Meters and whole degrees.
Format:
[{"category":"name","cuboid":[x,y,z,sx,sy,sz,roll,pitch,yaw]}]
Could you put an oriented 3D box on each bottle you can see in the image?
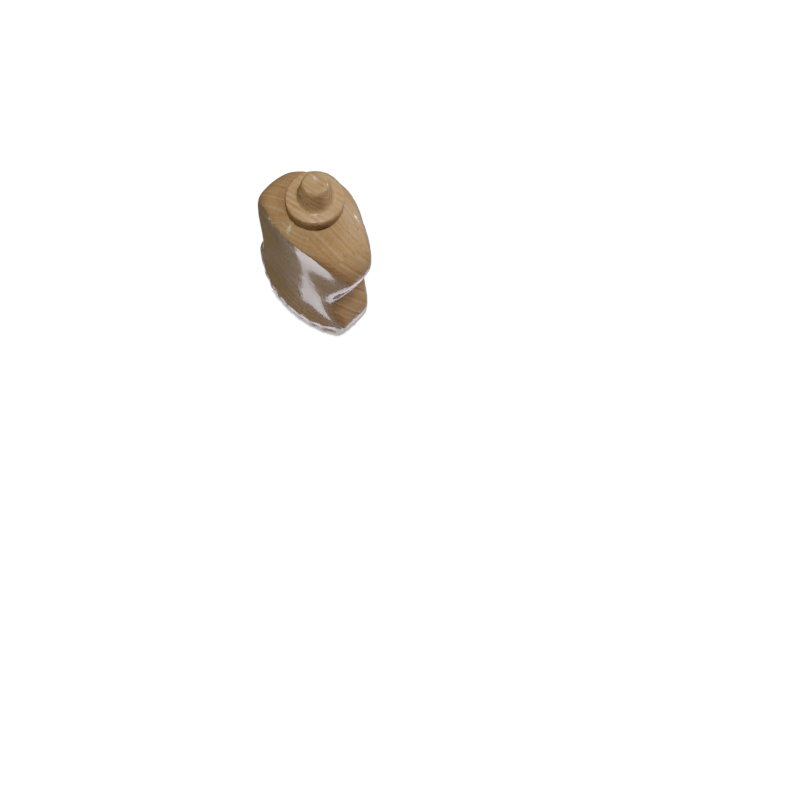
[{"category":"bottle","cuboid":[-0.064,-0.118,0.821,0.059,0.100,0.183,-40,-11,-14]}]
